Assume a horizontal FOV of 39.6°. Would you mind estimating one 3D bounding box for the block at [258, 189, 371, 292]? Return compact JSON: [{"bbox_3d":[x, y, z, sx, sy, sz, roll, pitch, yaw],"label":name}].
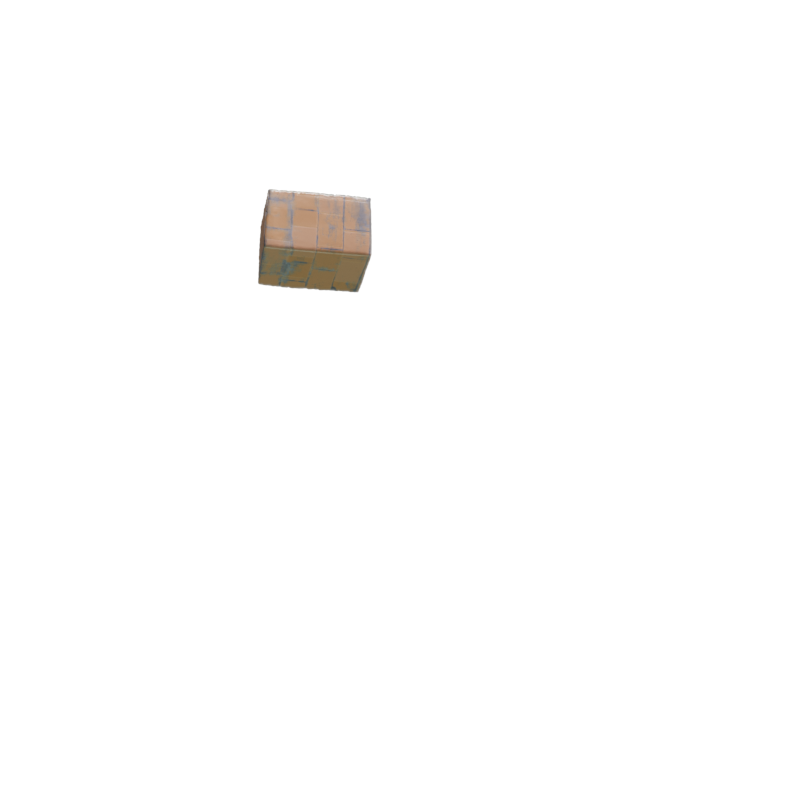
[{"bbox_3d":[-0.063,-0.115,0.807,0.077,0.055,0.050,4,-31,-9],"label":"block"}]
